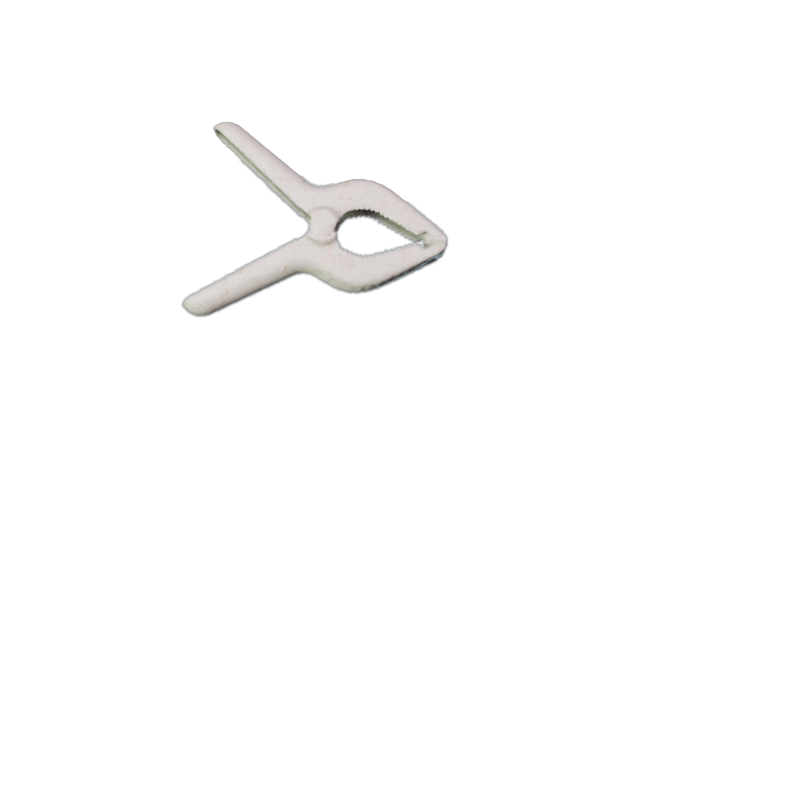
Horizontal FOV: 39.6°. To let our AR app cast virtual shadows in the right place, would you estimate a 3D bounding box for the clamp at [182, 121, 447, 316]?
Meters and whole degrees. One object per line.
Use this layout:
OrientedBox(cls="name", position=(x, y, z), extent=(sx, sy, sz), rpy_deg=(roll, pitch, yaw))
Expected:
OrientedBox(cls="clamp", position=(-0.070, -0.128, 0.897), extent=(0.211, 0.169, 0.035), rpy_deg=(14, -14, 3))
